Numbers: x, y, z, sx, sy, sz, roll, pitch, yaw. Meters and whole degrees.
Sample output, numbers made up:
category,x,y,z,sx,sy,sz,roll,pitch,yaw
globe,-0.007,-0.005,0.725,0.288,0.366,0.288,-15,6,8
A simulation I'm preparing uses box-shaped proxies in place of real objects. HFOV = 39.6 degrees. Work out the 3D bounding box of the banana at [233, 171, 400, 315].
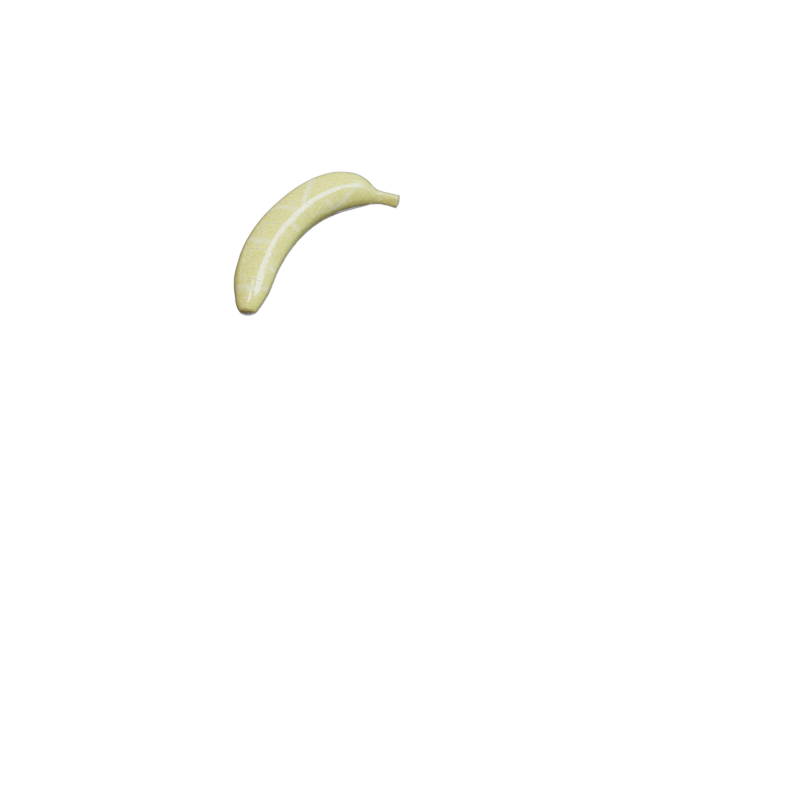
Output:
category,x,y,z,sx,sy,sz,roll,pitch,yaw
banana,-0.086,-0.148,0.961,0.074,0.034,0.200,33,57,24
